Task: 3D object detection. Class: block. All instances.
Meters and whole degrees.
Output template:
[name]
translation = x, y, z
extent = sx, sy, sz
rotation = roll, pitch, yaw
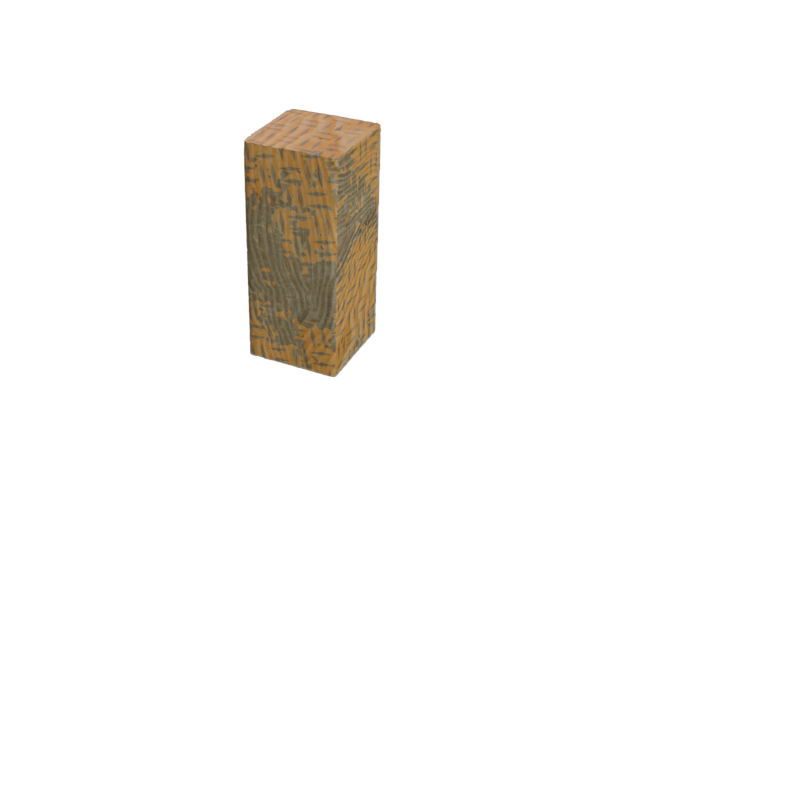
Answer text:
[block]
translation = -0.076, -0.139, 0.971
extent = 0.093, 0.194, 0.093
rotation = 14, 32, 20
